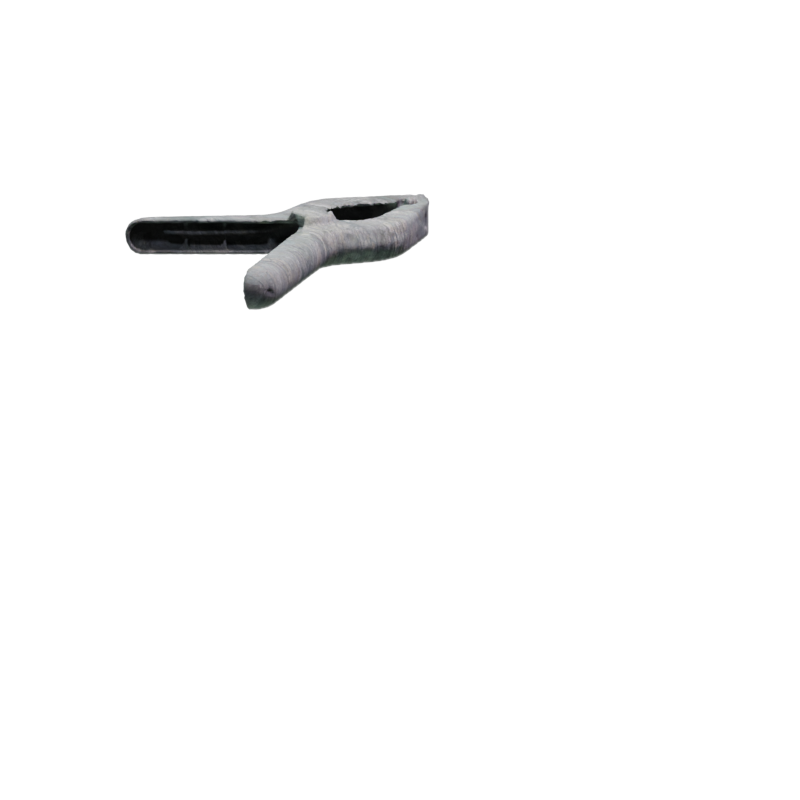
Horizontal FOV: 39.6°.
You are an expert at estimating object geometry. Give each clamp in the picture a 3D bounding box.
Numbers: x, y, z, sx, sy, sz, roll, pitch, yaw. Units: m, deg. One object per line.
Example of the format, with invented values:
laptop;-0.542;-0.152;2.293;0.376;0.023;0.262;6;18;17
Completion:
clamp;-0.058;-0.106;0.739;0.206;0.035;0.176;-13;27;-28
